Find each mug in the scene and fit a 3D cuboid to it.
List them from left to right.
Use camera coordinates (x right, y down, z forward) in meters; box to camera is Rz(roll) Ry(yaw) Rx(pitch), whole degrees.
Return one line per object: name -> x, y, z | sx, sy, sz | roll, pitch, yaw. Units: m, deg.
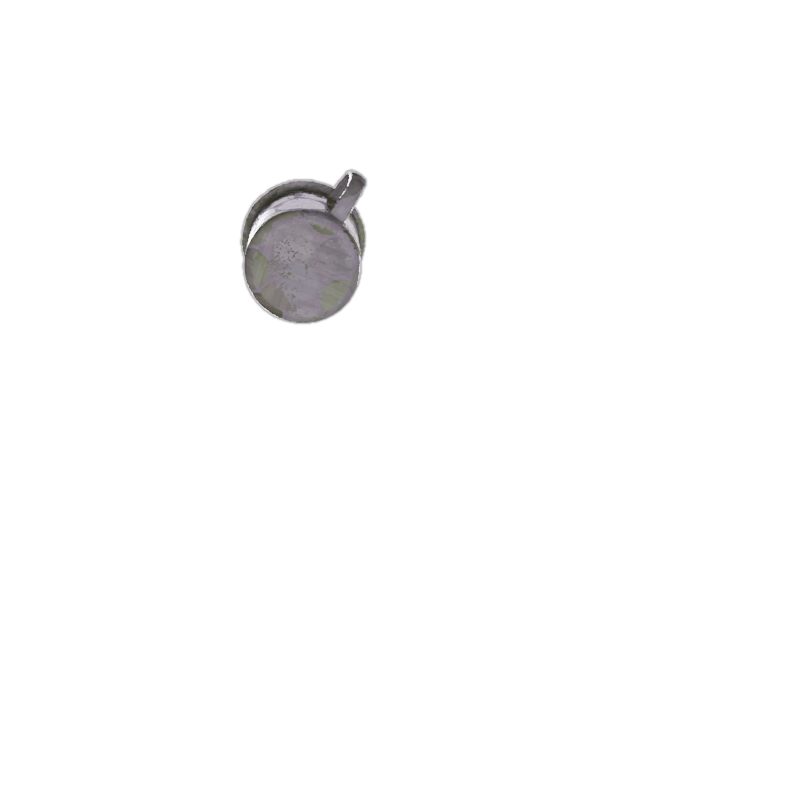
mug -> -0.062, -0.113, 0.792 | 0.091, 0.116, 0.085 | 37, 13, -13
